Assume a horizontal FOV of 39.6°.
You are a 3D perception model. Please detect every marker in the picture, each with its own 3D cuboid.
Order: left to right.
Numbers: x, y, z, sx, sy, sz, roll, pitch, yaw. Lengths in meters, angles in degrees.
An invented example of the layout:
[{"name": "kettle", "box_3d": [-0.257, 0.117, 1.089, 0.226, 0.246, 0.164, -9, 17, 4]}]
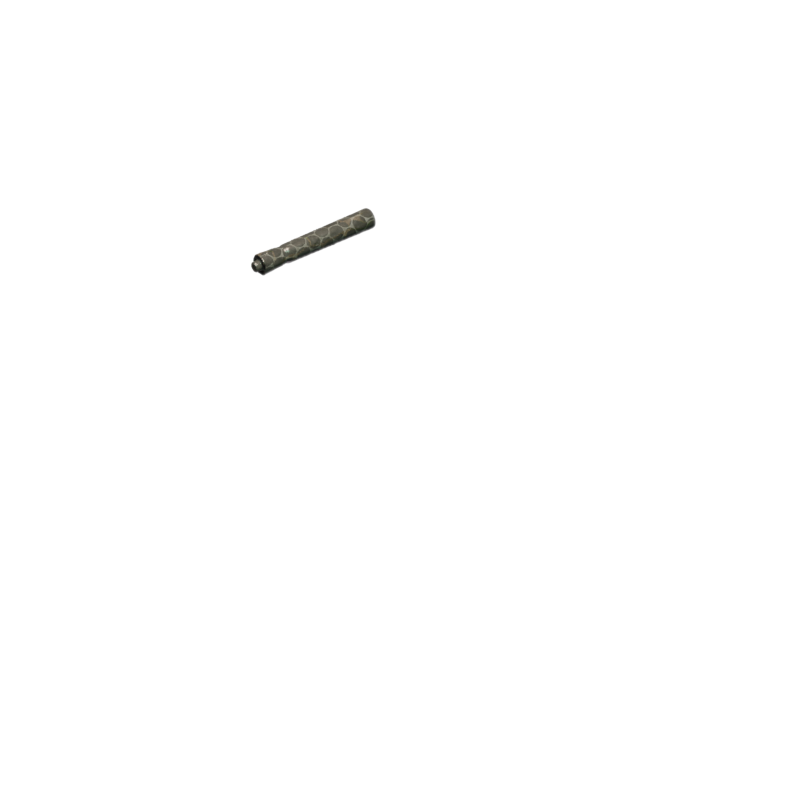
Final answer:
[{"name": "marker", "box_3d": [-0.073, -0.134, 0.939, 0.120, 0.019, 0.020, -28, 18, -28]}]
